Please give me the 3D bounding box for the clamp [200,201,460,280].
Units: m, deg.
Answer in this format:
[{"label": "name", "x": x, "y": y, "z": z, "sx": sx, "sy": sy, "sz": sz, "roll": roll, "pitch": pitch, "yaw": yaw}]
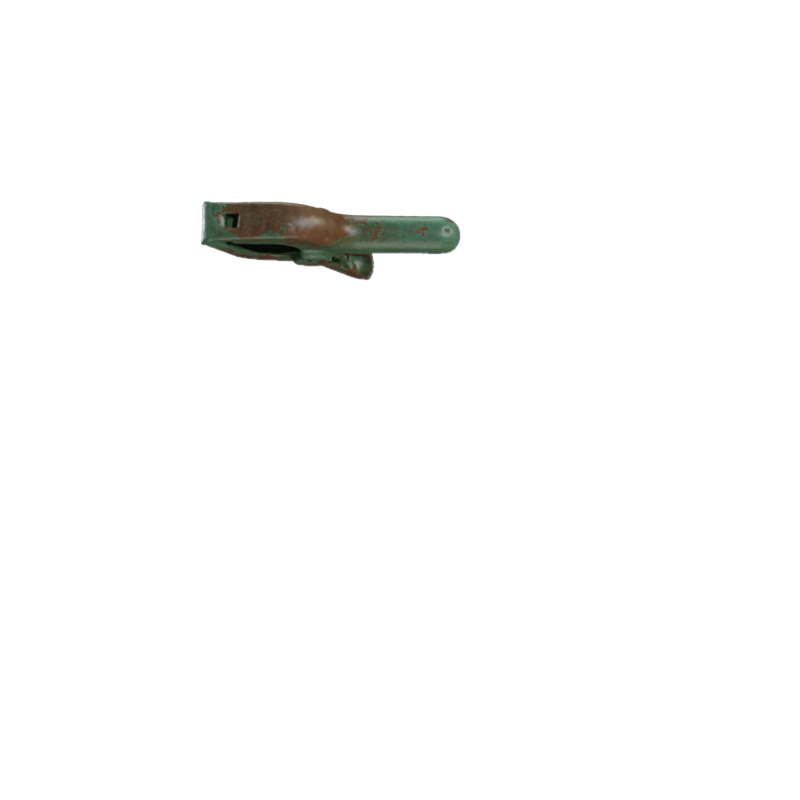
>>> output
[{"label": "clamp", "x": -0.059, "y": -0.108, "z": 0.759, "sx": 0.166, "sy": 0.041, "sz": 0.119, "roll": 5, "pitch": -14, "yaw": -22}]
